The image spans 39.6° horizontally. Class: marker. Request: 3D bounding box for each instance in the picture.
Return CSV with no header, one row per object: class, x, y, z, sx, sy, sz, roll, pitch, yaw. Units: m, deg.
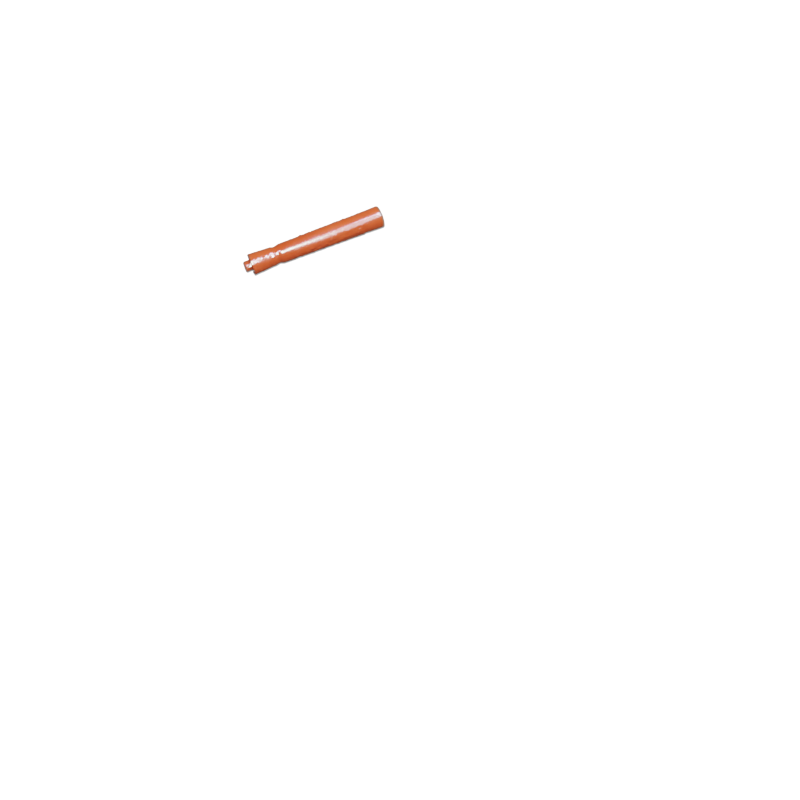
marker,-0.072,-0.131,0.915,0.120,0.019,0.020,-22,8,-8
